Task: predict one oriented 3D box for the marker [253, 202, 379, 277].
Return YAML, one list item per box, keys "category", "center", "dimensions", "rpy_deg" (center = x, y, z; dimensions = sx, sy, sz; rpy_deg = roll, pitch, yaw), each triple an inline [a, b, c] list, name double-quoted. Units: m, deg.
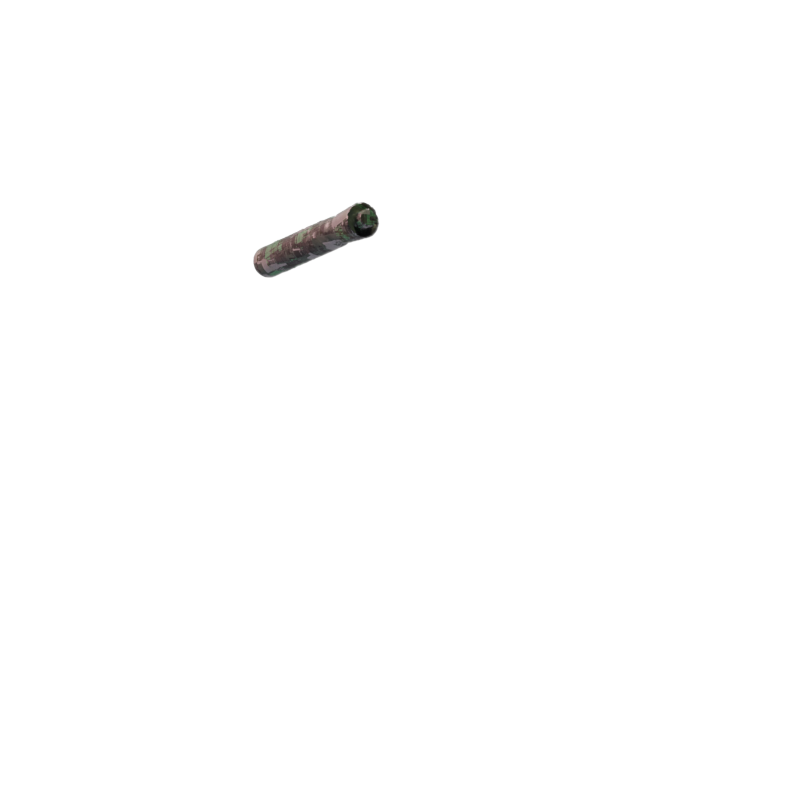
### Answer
- category: "marker"
  center: [-0.048, -0.087, 0.609]
  dimensions: [0.019, 0.020, 0.123]
  rpy_deg: [-2, -4, -31]
